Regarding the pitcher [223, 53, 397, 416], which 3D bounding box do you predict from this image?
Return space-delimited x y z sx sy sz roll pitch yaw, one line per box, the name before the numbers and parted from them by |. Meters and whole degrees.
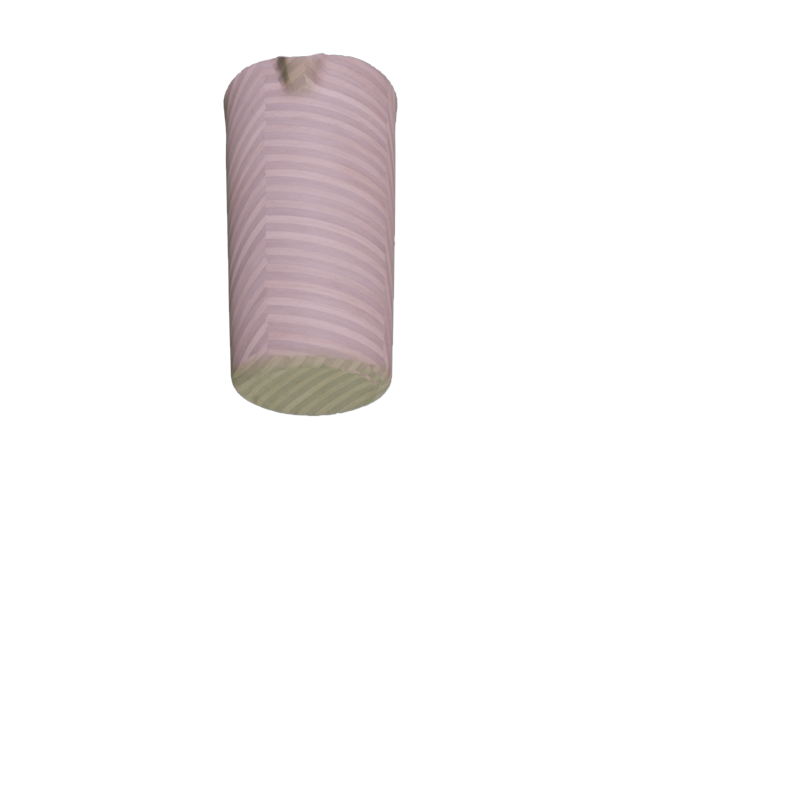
pitcher | -0.063 -0.115 0.803 0.140 0.258 0.145 21 -34 -38
